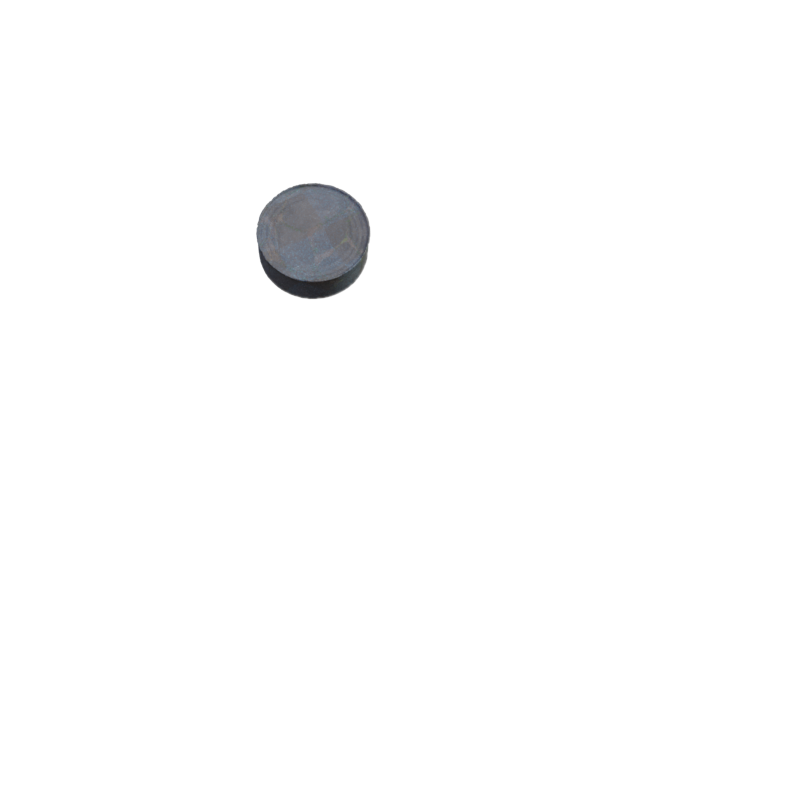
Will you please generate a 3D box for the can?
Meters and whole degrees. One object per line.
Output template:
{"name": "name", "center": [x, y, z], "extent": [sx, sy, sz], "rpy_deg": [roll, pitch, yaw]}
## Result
{"name": "can", "center": [-0.066, -0.121, 0.846], "extent": [0.086, 0.091, 0.032], "rpy_deg": [-1, -27, -1]}
